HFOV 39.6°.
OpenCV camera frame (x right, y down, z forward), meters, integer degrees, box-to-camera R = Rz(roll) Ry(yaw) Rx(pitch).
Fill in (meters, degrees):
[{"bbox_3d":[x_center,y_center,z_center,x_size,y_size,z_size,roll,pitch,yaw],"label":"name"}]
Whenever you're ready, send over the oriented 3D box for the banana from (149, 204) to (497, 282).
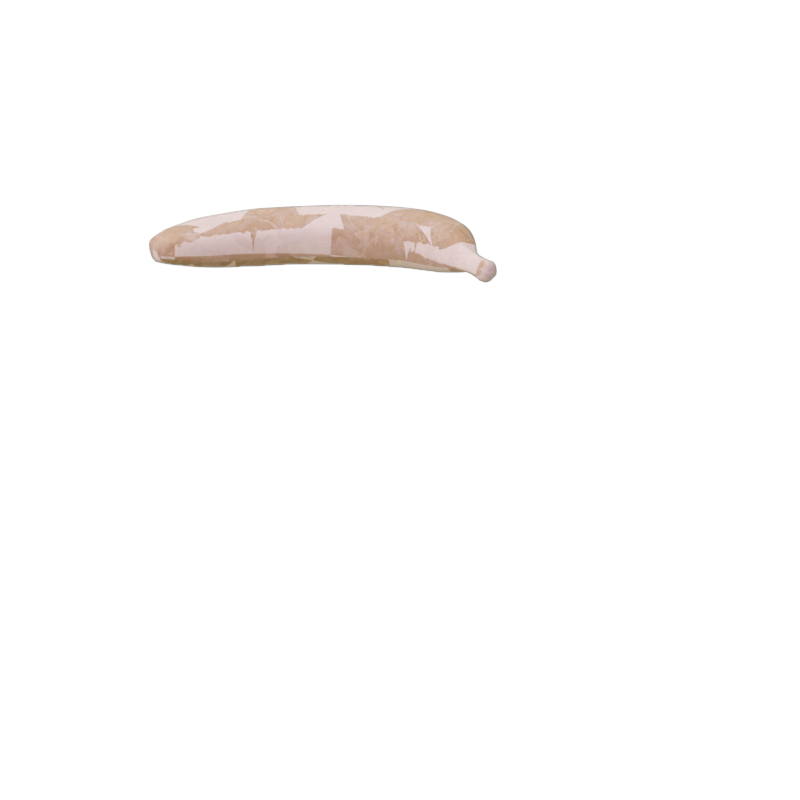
[{"bbox_3d":[-0.043,-0.094,0.642,0.201,0.036,0.070,3,13,11],"label":"banana"}]
